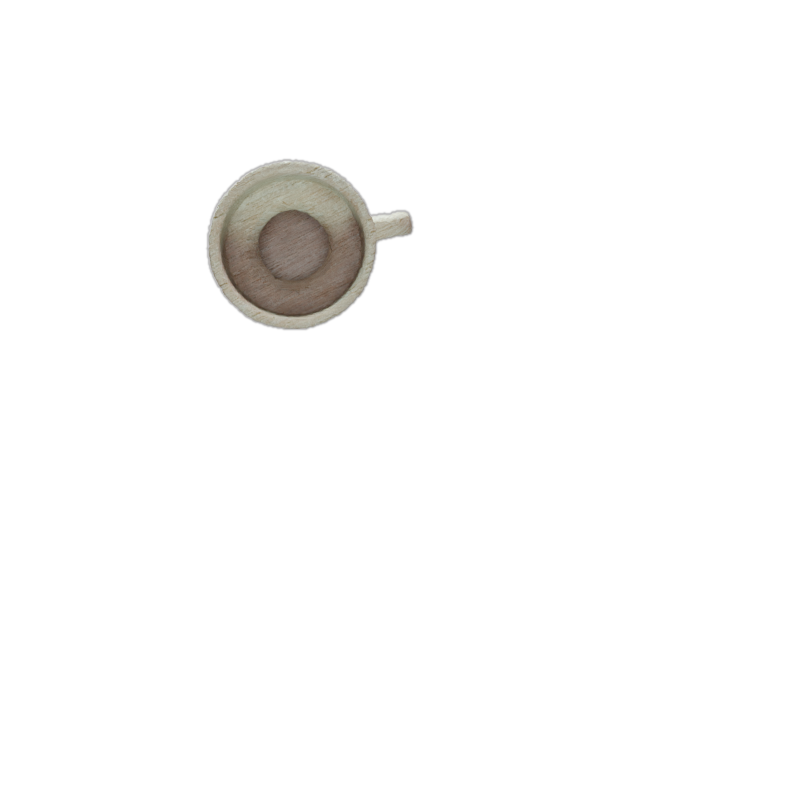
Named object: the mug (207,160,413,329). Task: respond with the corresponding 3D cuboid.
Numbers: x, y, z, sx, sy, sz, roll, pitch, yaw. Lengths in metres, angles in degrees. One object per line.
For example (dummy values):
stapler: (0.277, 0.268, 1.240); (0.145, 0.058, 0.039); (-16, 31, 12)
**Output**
mug: (-0.051, -0.093, 0.648); (0.117, 0.093, 0.082); (-14, 2, -1)
